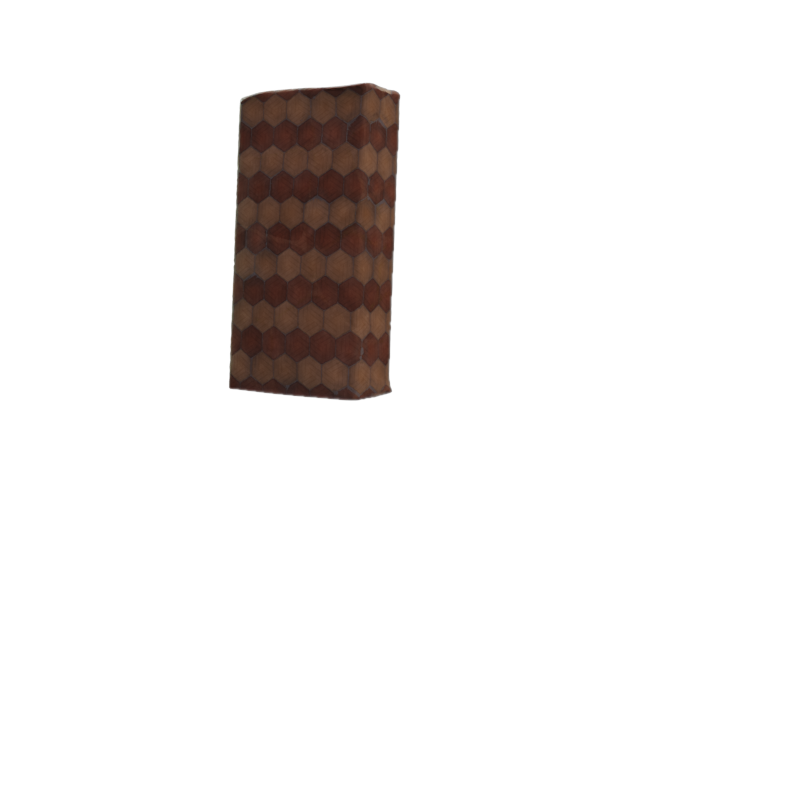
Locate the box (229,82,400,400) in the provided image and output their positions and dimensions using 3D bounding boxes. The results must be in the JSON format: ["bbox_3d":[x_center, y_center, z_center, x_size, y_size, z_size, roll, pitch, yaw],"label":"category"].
[{"bbox_3d":[-0.051,-0.092,0.645,0.097,0.176,0.046,1,0,33],"label":"box"}]
